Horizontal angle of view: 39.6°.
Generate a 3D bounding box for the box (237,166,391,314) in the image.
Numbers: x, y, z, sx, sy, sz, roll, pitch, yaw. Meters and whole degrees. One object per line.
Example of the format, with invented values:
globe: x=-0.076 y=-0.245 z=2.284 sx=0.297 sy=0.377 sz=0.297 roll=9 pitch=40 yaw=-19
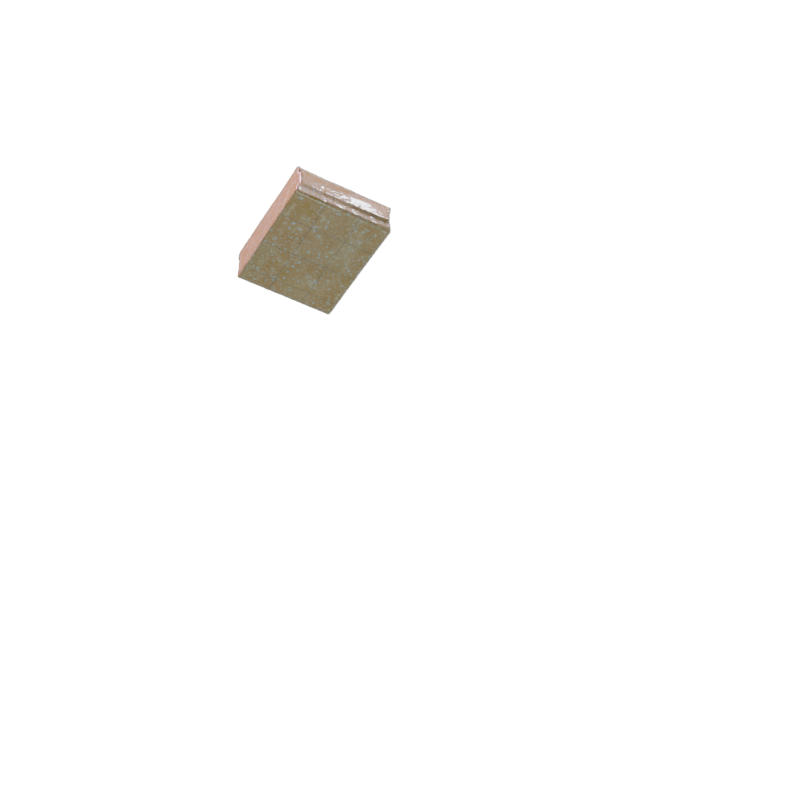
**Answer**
box: x=-0.059 y=-0.108 z=0.754 sx=0.070 sy=0.032 sz=0.086 roll=23 pitch=-52 yaw=-20
